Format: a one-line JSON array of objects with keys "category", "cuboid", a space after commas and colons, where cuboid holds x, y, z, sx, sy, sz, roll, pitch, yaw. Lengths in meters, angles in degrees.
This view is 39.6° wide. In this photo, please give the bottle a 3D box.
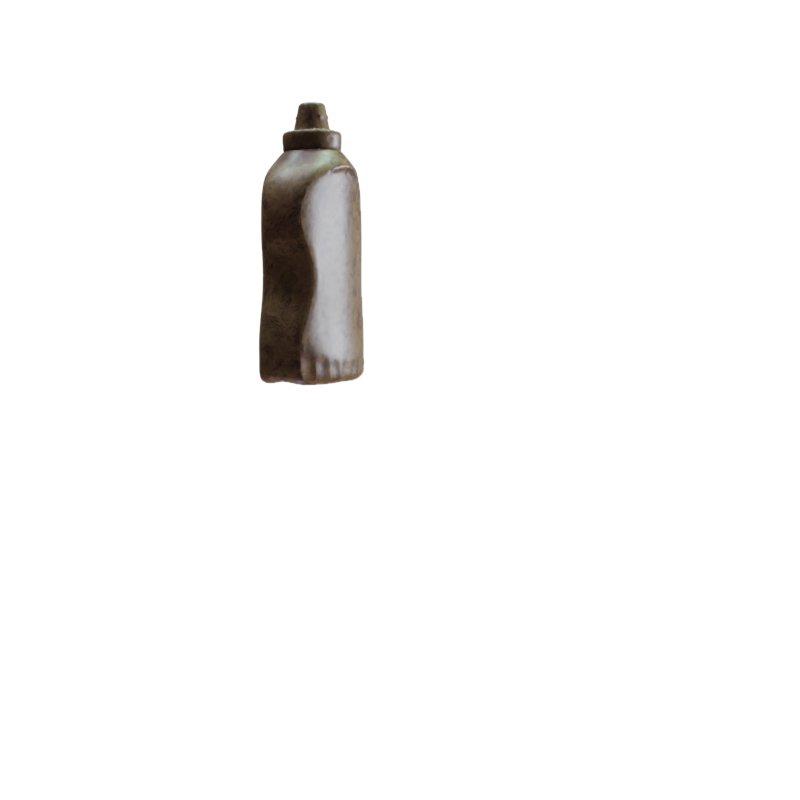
[{"category": "bottle", "cuboid": [-0.060, -0.109, 0.766, 0.060, 0.193, 0.093, -1, -1, 29]}]
